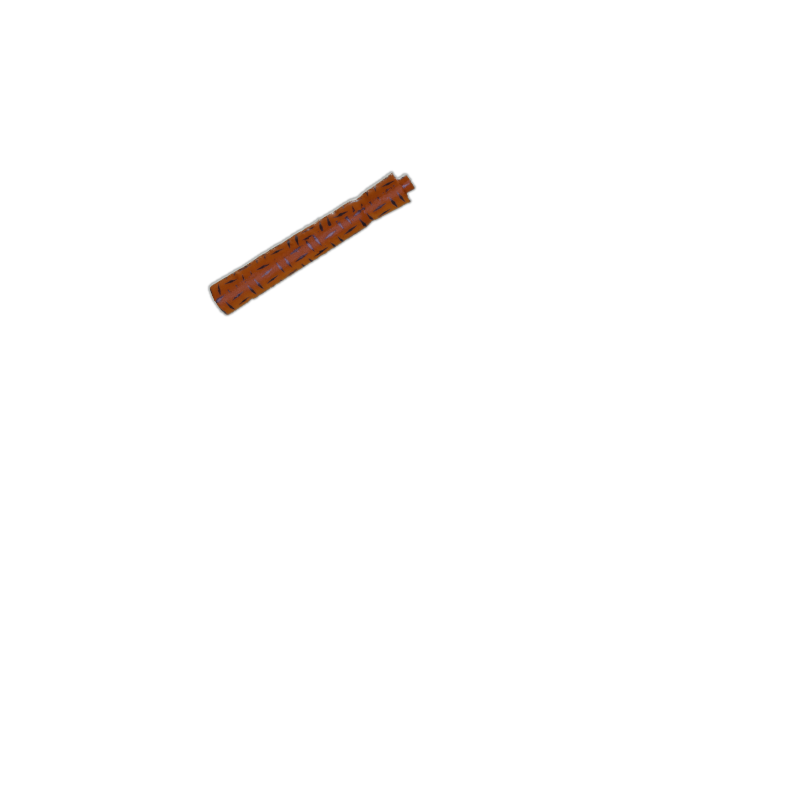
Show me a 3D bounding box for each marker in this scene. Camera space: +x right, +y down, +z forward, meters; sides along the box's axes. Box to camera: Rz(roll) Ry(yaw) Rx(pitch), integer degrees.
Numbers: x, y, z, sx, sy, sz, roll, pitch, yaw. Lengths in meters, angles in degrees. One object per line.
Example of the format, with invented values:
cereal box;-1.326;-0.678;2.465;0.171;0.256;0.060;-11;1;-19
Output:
marker;-0.046;-0.084;0.585;0.121;0.020;0.020;-31;1;7
